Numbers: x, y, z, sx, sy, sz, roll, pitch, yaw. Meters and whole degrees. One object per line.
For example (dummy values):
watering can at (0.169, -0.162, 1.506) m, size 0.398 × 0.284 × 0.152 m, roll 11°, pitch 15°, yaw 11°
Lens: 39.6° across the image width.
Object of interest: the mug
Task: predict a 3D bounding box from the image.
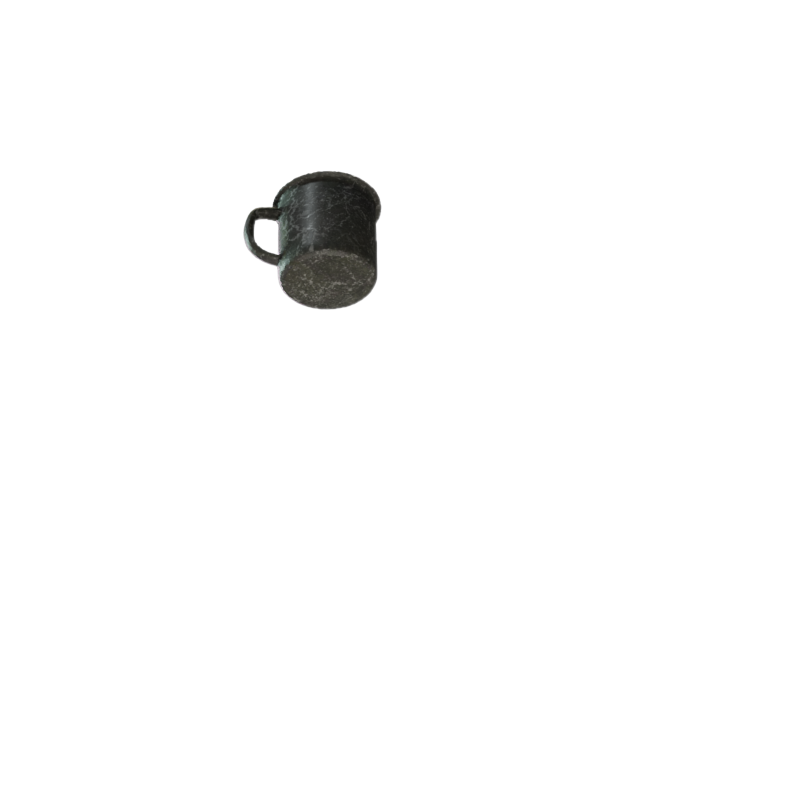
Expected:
mug at (-0.072, -0.131, 0.919) m, size 0.115 × 0.087 × 0.089 m, roll 9°, pitch -38°, yaw -14°
